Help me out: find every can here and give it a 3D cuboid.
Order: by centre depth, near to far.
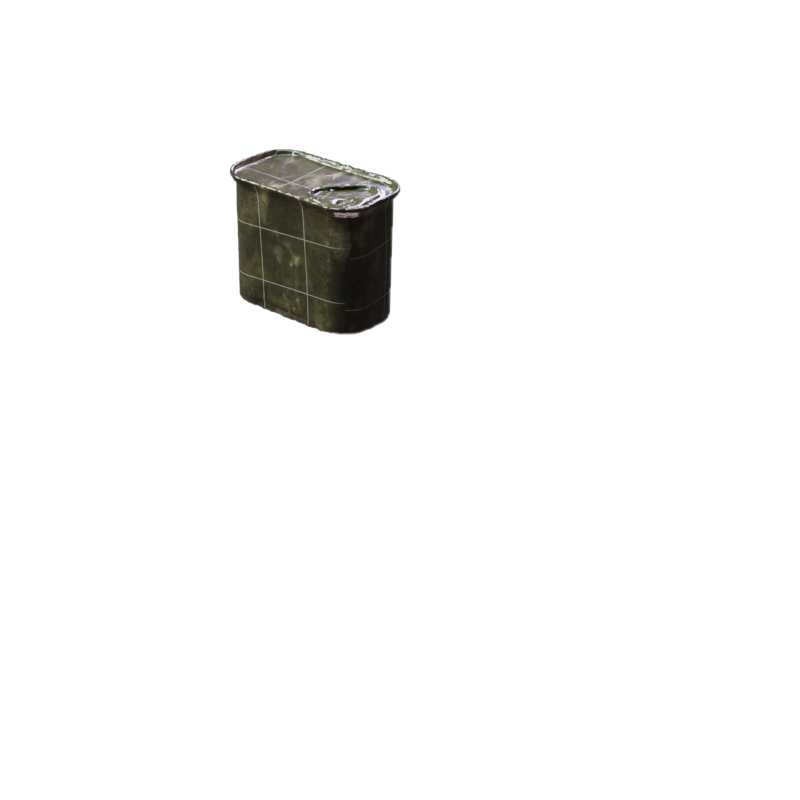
[{"bbox_3d":[-0.051,-0.094,0.659,0.108,0.079,0.057,22,34,33],"label":"can"}]
